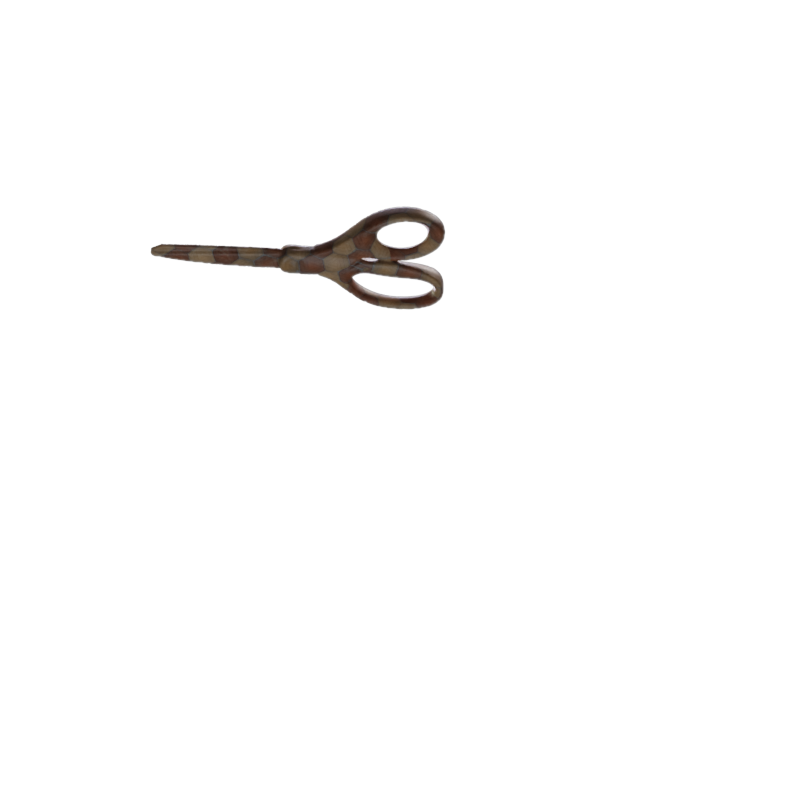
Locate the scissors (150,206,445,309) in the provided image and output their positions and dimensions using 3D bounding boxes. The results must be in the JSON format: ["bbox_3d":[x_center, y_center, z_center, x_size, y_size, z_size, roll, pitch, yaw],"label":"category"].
[{"bbox_3d":[-0.058,-0.106,0.745,0.197,0.017,0.092,14,-46,-14],"label":"scissors"}]
